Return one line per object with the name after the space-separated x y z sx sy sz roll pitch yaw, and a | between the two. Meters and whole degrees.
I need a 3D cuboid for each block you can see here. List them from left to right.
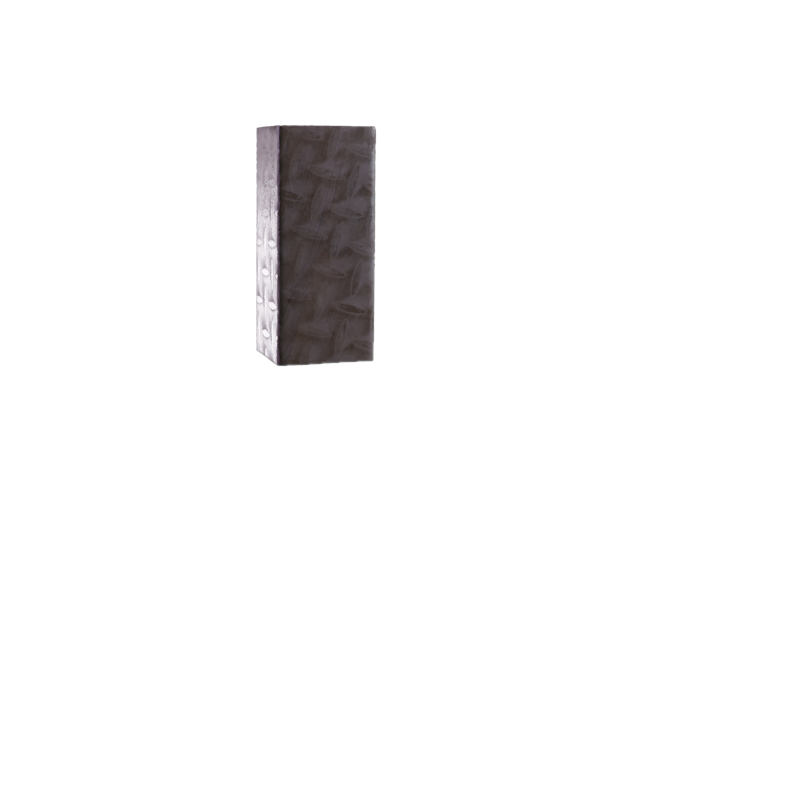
-0.077 -0.142 0.993 0.088 0.204 0.094 -1 6 -18 | block
